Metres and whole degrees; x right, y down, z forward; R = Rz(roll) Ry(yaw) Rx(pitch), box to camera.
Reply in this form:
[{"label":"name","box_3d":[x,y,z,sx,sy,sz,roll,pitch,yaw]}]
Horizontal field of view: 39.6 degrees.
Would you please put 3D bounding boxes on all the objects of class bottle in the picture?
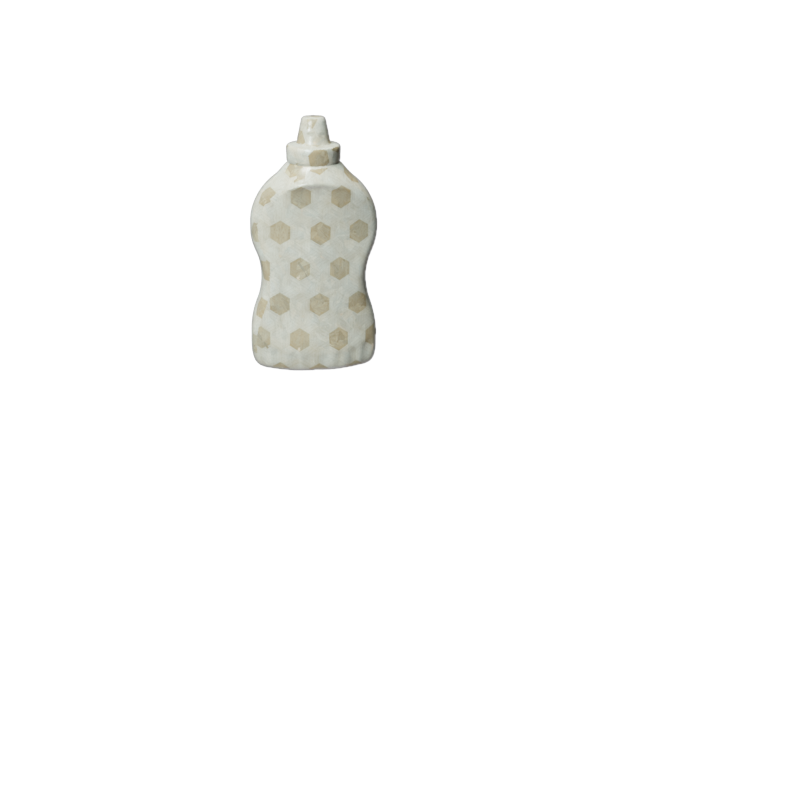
[{"label":"bottle","box_3d":[-0.066,-0.121,0.846,0.095,0.184,0.061,-1,17,-5]}]
